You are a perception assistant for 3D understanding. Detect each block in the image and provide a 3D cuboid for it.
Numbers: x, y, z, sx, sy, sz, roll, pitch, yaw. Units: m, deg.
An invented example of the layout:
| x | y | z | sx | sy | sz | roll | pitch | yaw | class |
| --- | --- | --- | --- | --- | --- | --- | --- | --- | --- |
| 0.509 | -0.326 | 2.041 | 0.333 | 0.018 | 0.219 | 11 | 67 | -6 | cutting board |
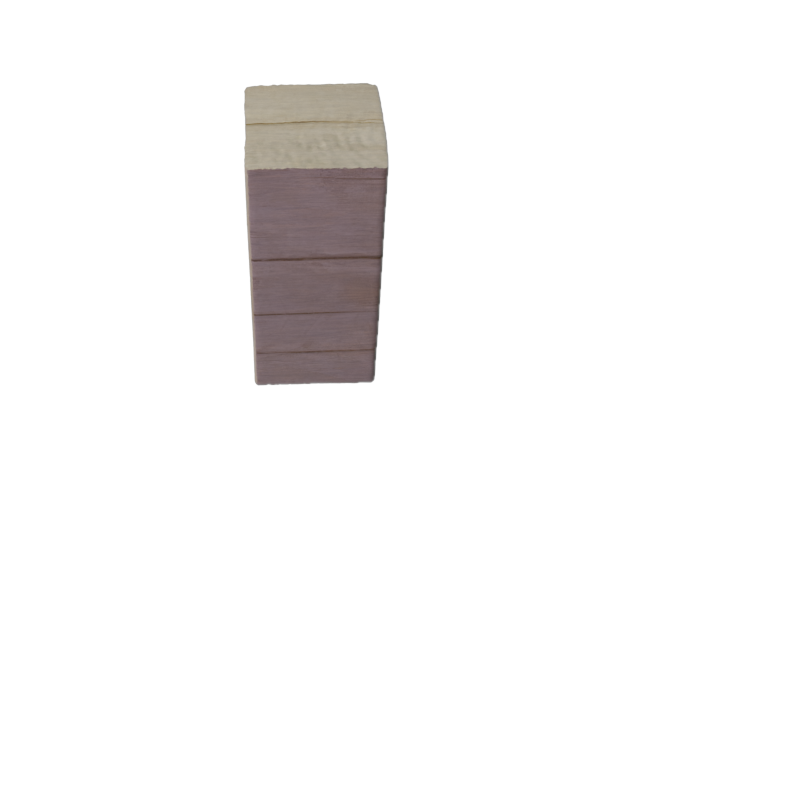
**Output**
| x | y | z | sx | sy | sz | roll | pitch | yaw | class |
| --- | --- | --- | --- | --- | --- | --- | --- | --- | --- |
| -0.060 | -0.111 | 0.775 | 0.090 | 0.097 | 0.192 | -1 | -42 | -5 | block |
